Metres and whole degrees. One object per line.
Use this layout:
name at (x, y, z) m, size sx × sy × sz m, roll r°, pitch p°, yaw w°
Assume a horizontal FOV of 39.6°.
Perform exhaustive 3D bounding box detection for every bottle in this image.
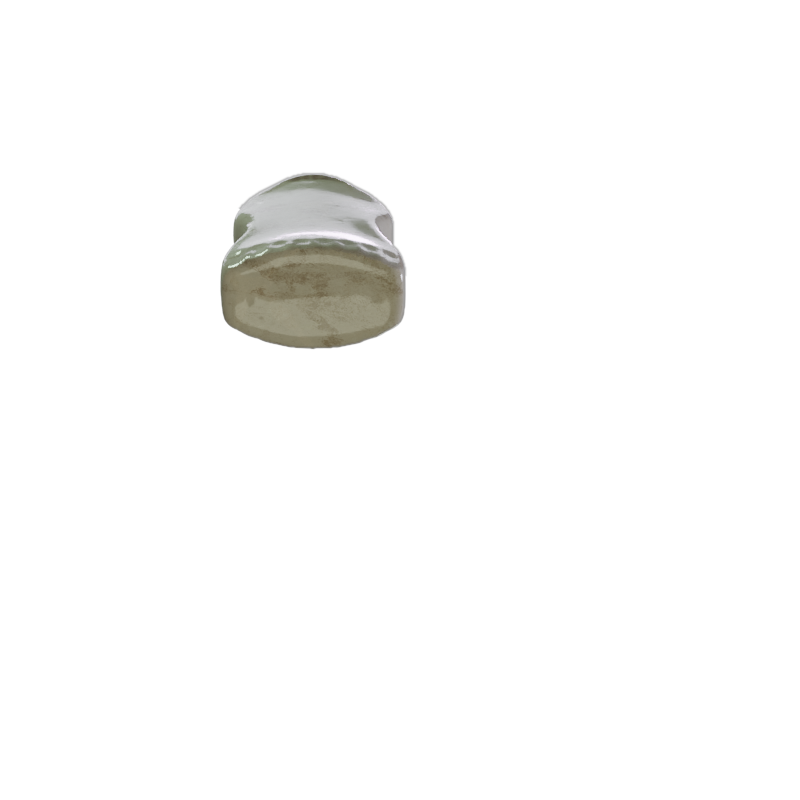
bottle at (-0.051, -0.093, 0.653) m, size 0.096 × 0.056 × 0.202 m, roll -3°, pitch 25°, yaw -2°
